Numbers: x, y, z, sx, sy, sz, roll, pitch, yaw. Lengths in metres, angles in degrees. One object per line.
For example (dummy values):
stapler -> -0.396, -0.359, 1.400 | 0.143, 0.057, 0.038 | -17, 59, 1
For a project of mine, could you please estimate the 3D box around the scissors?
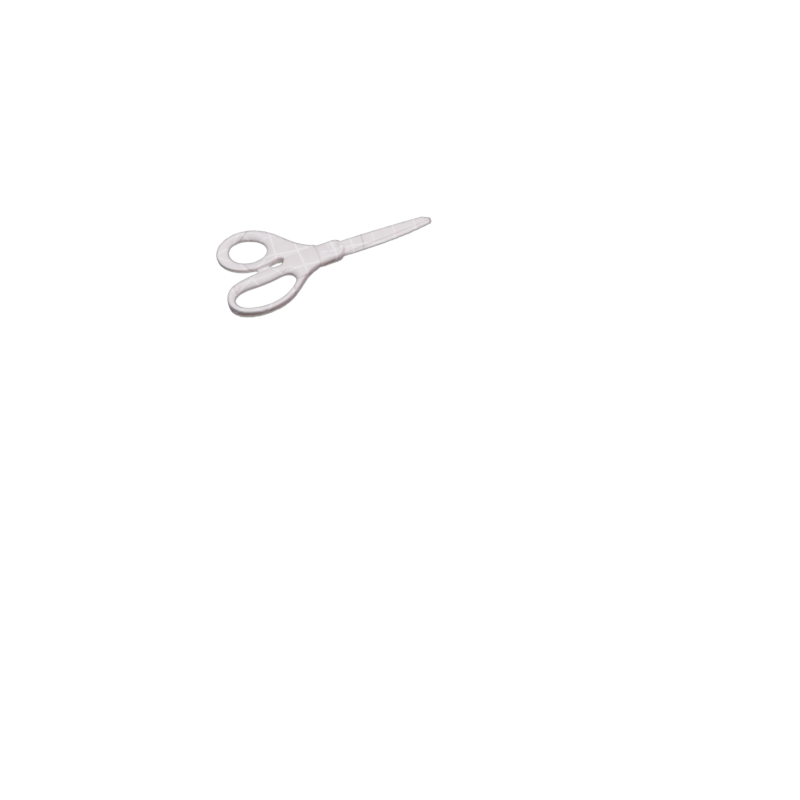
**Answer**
scissors -> -0.078, -0.143, 1.000 | 0.202, 0.102, 0.015 | -34, -28, -21
